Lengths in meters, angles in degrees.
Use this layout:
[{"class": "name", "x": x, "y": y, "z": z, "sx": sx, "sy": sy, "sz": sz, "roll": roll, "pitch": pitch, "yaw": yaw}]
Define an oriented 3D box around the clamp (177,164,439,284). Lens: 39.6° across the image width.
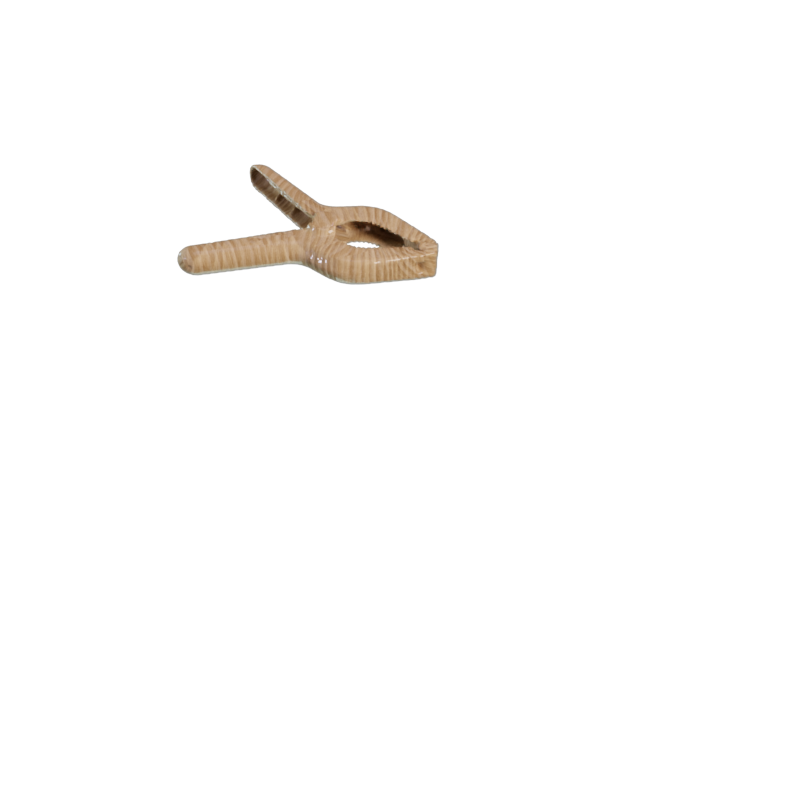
[{"class": "clamp", "x": -0.074, "y": -0.135, "z": 0.944, "sx": 0.218, "sy": 0.034, "sz": 0.170, "roll": 18, "pitch": 43, "yaw": 20}]
